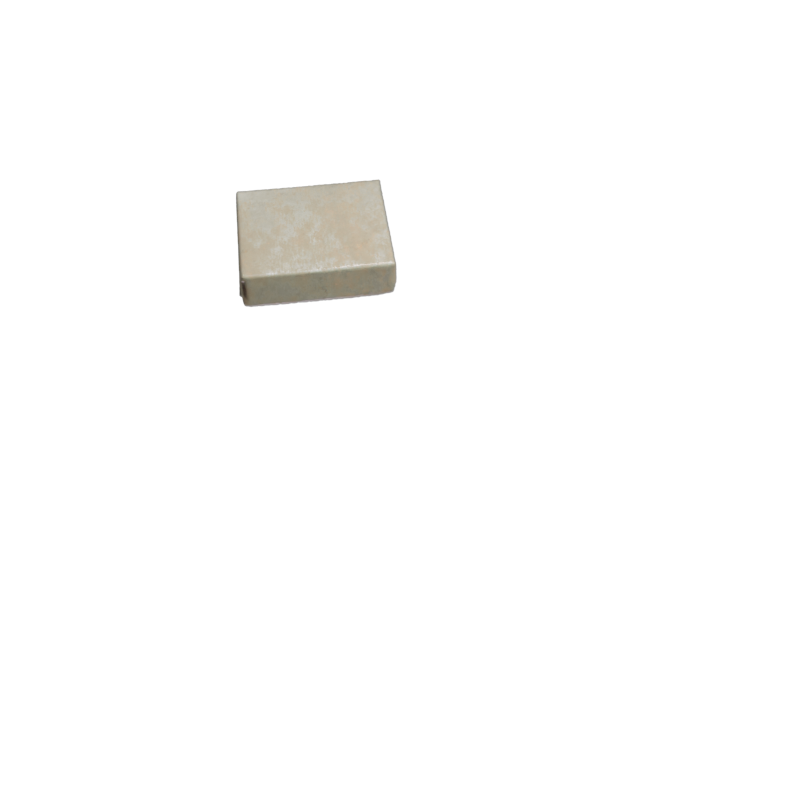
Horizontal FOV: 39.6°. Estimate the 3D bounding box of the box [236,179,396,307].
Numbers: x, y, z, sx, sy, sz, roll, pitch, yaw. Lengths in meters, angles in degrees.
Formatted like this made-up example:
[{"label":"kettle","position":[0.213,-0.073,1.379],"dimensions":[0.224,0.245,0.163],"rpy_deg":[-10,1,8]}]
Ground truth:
[{"label":"box","position":[-0.064,-0.117,0.819],"dimensions":[0.113,0.097,0.036],"rpy_deg":[-5,-39,-4]}]
